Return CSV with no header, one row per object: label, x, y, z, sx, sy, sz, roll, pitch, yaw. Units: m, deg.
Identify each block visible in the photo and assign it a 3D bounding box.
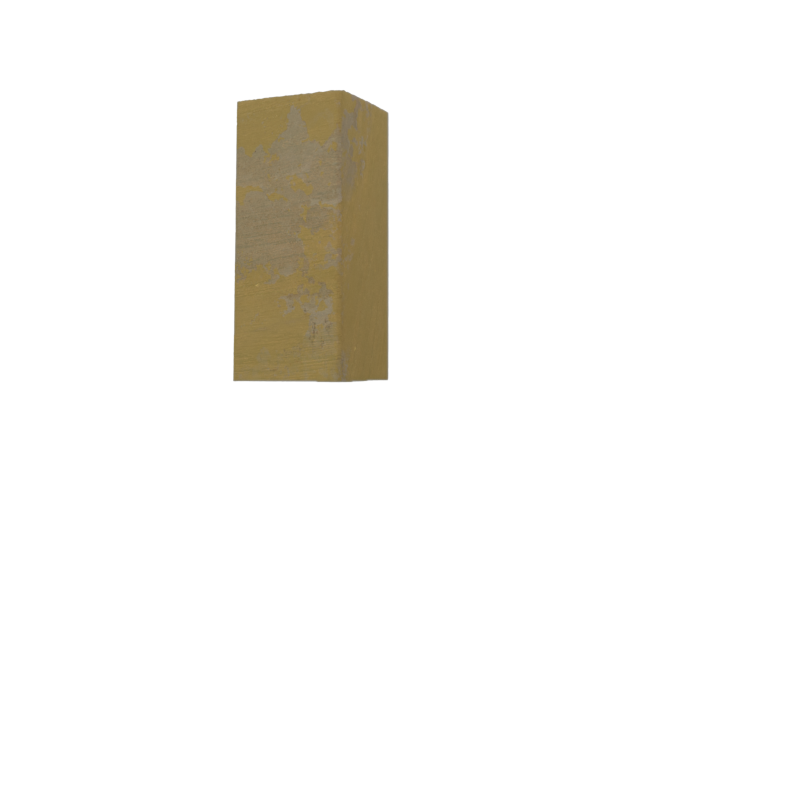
block,-0.064,-0.118,0.829,0.093,0.209,0.087,-2,-5,25
